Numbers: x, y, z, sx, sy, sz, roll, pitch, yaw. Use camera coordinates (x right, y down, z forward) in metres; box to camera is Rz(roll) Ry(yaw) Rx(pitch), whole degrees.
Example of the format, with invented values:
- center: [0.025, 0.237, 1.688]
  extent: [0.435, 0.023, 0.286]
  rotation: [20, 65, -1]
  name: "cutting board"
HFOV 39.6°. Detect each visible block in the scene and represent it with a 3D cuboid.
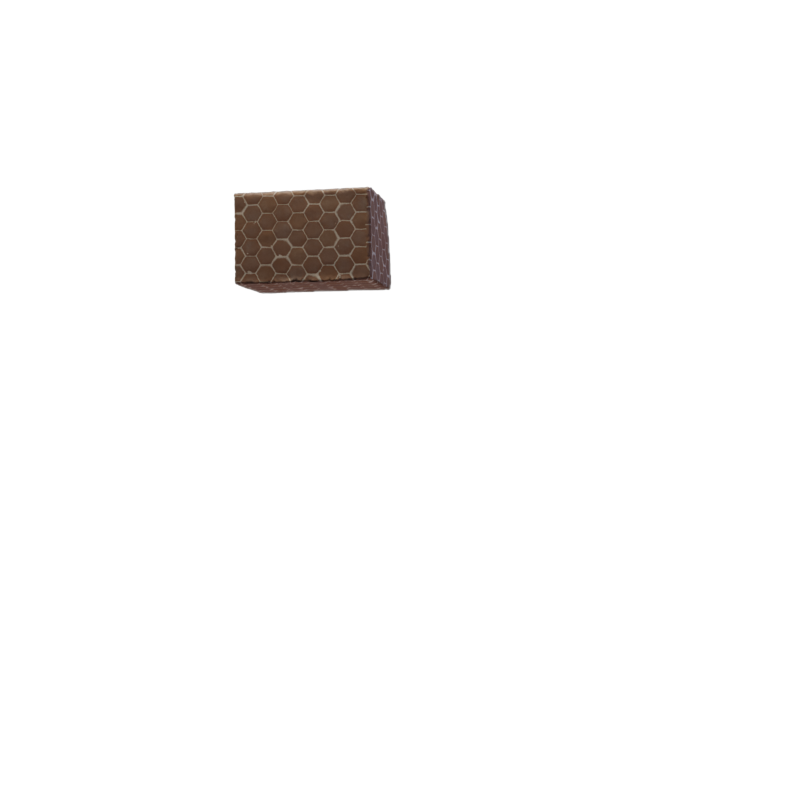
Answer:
- center: [-0.048, -0.087, 0.612]
  extent: [0.079, 0.052, 0.051]
  rotation: [-1, -4, 12]
  name: "block"
